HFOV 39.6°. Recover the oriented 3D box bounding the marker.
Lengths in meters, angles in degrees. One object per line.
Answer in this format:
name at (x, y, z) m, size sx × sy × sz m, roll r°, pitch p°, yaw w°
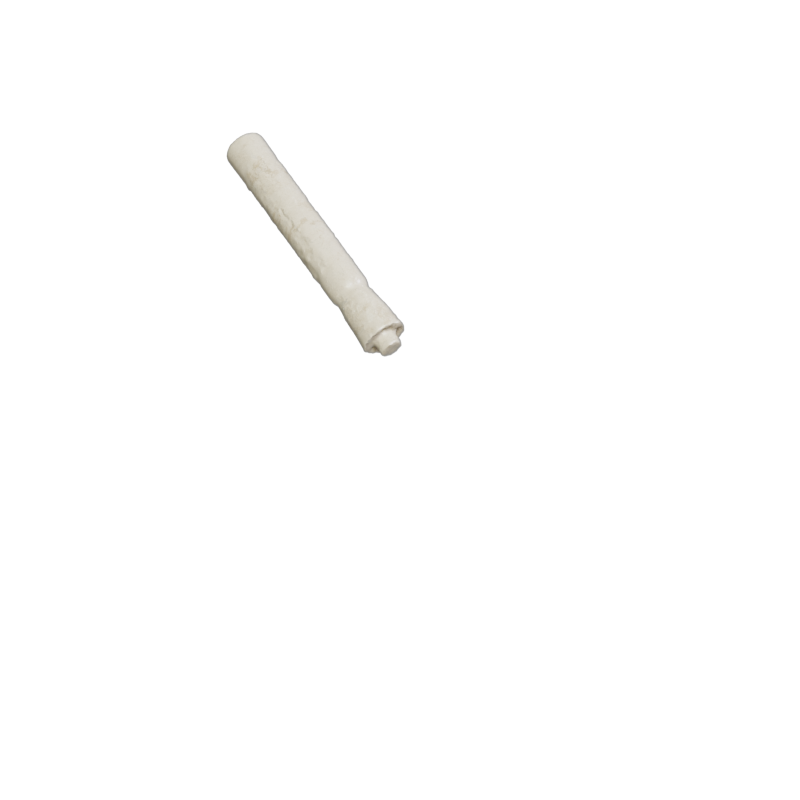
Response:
marker at (-0.036, -0.066, 0.464) m, size 0.019 × 0.129 × 0.019 m, roll -2°, pitch -43°, yaw -46°
